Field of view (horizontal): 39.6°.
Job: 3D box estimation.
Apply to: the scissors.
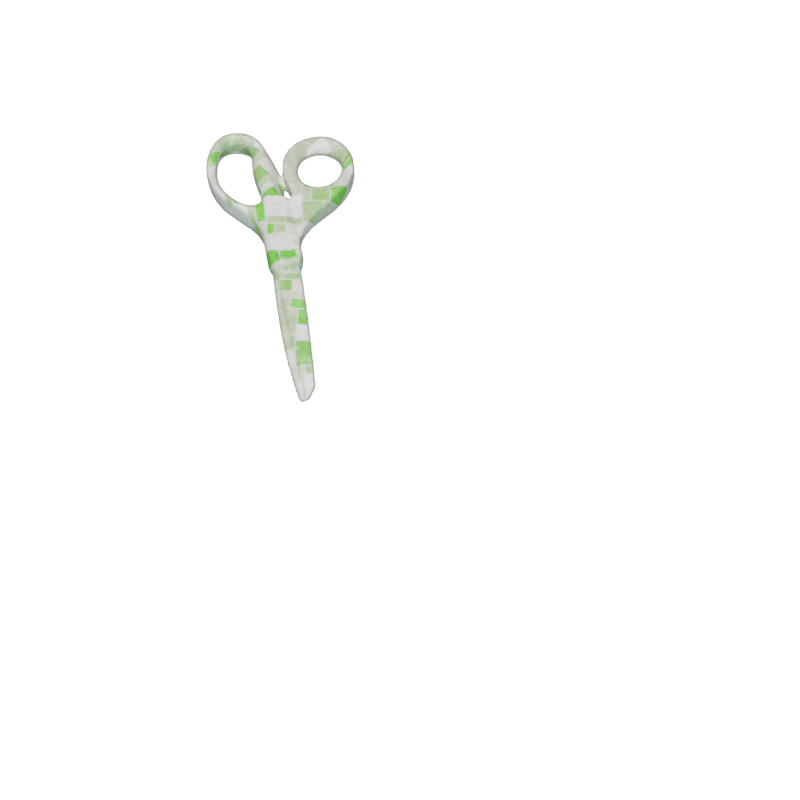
[{"bbox_3d":[-0.048,-0.088,0.618,0.095,0.218,0.015,-18,-39,-16],"label":"scissors"}]
